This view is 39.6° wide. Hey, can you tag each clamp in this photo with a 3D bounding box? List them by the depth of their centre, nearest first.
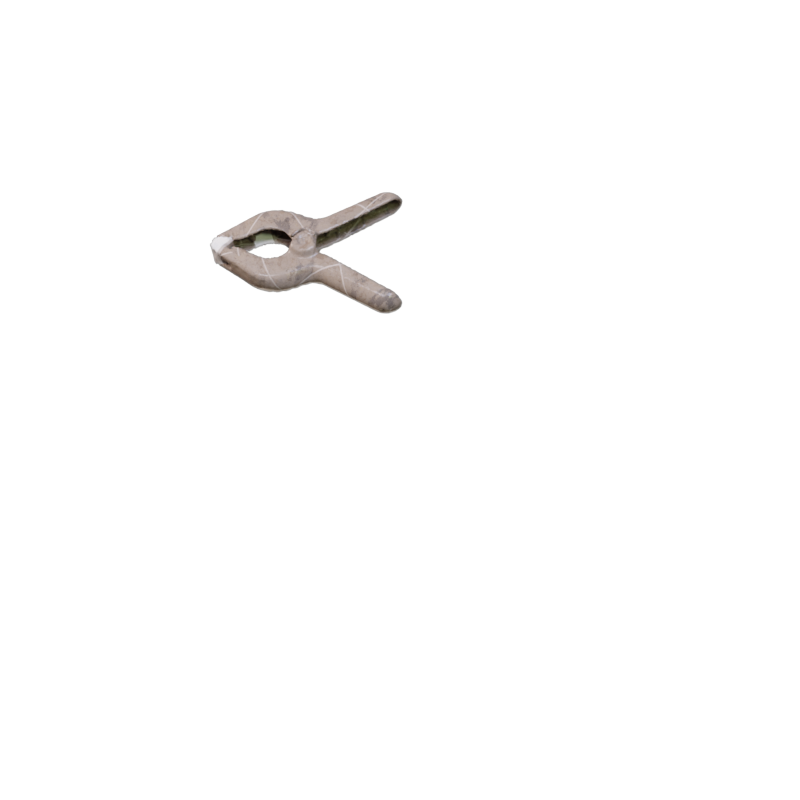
[{"bbox_3d":[-0.076,-0.138,0.966,0.173,0.127,0.037,9,-37,6],"label":"clamp"}]
